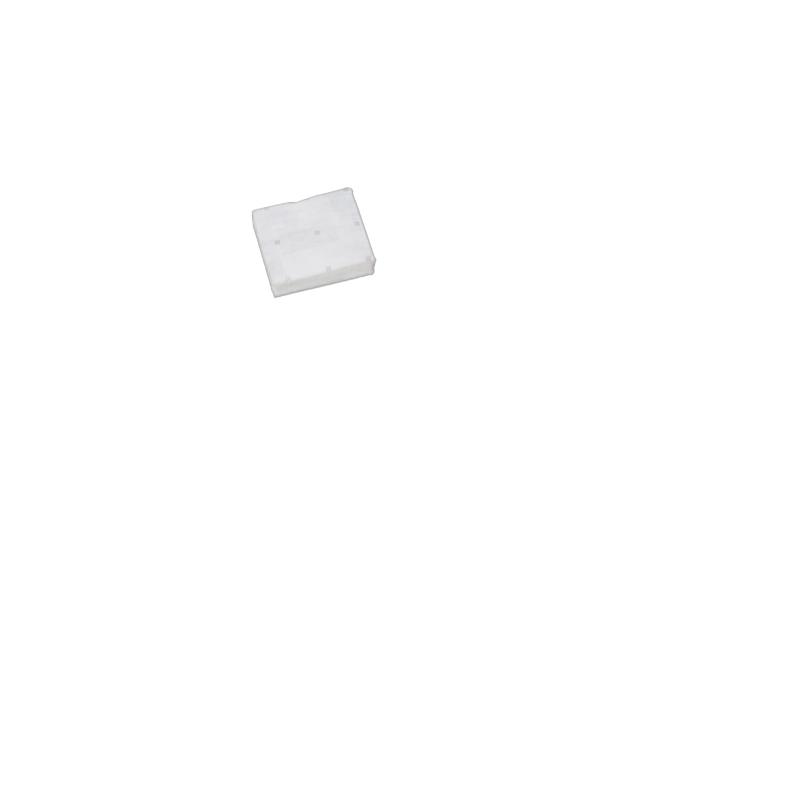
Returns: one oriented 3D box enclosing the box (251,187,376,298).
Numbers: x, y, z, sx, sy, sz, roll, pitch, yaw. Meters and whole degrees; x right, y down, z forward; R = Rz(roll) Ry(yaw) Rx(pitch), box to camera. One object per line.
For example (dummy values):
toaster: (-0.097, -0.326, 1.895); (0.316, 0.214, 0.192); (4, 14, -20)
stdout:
box: (-0.072, -0.132, 0.923); (0.089, 0.078, 0.028); (-14, -25, -8)
